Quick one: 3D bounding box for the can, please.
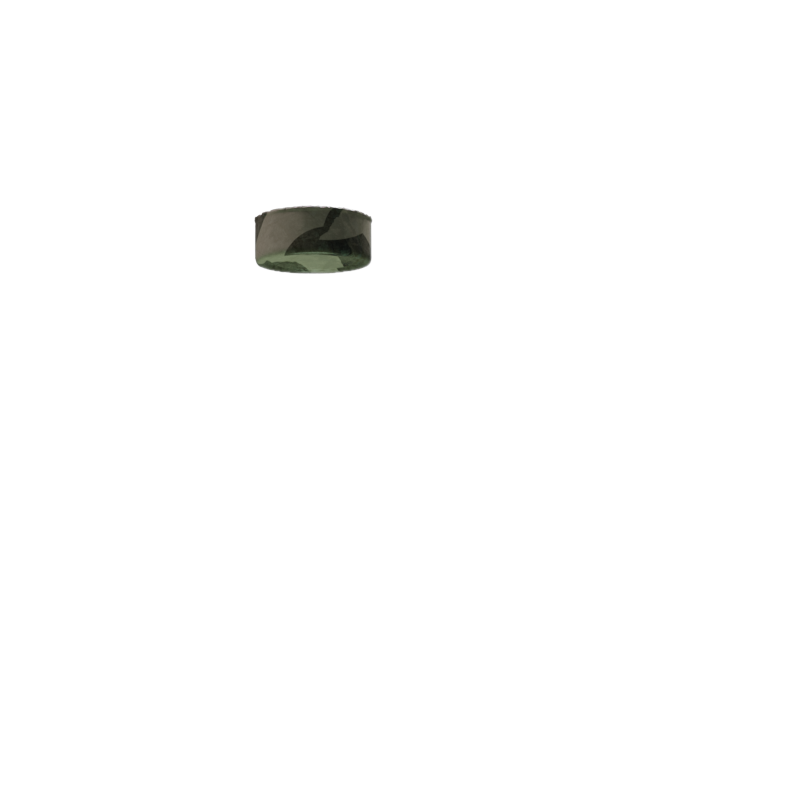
[{"bbox_3d":[-0.063,-0.115,0.805,0.086,0.034,0.084,0,-5,-2],"label":"can"}]
